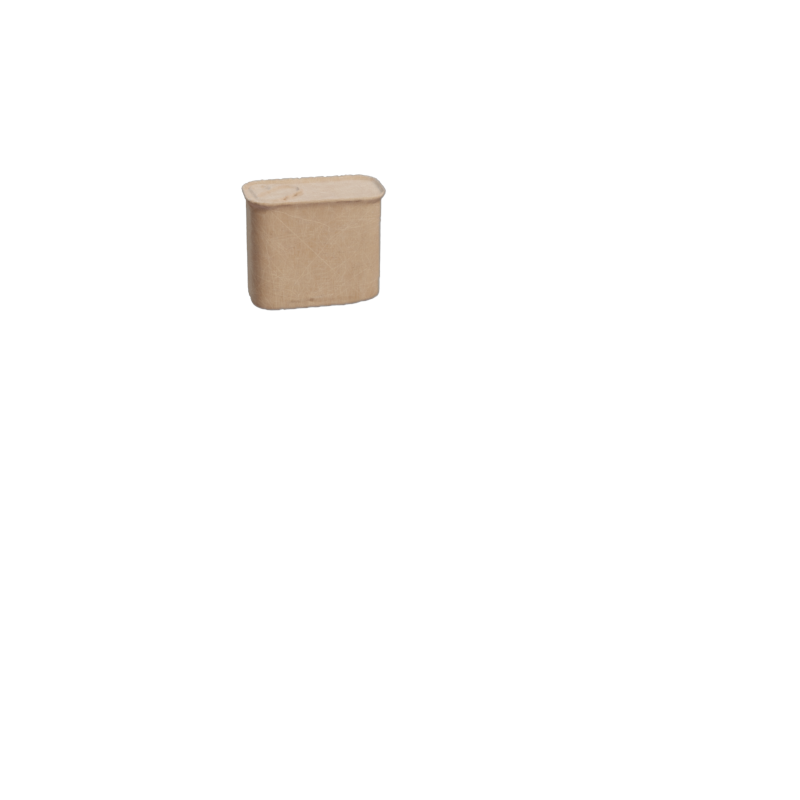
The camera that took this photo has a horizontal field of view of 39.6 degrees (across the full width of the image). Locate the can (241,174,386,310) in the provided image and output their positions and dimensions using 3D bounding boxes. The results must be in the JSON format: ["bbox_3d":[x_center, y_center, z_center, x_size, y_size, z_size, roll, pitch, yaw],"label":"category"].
[{"bbox_3d":[-0.064,-0.116,0.812,0.101,0.080,0.061,-5,24,-11],"label":"can"}]
